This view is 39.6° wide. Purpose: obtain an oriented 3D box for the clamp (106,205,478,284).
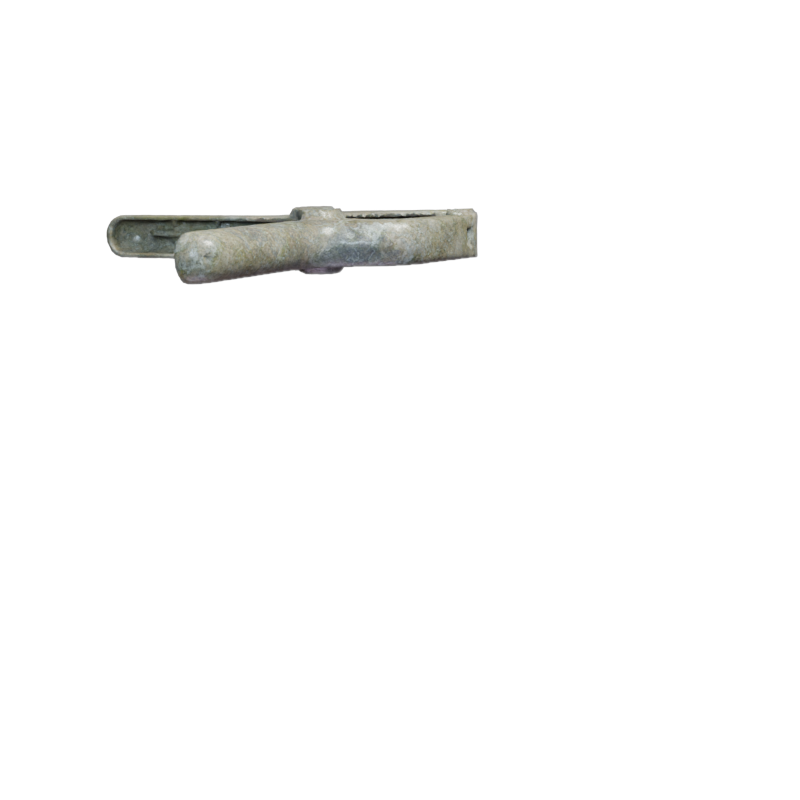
[{"bbox_3d":[-0.047,-0.086,0.604,0.206,0.036,0.172,-4,14,-17],"label":"clamp"}]
